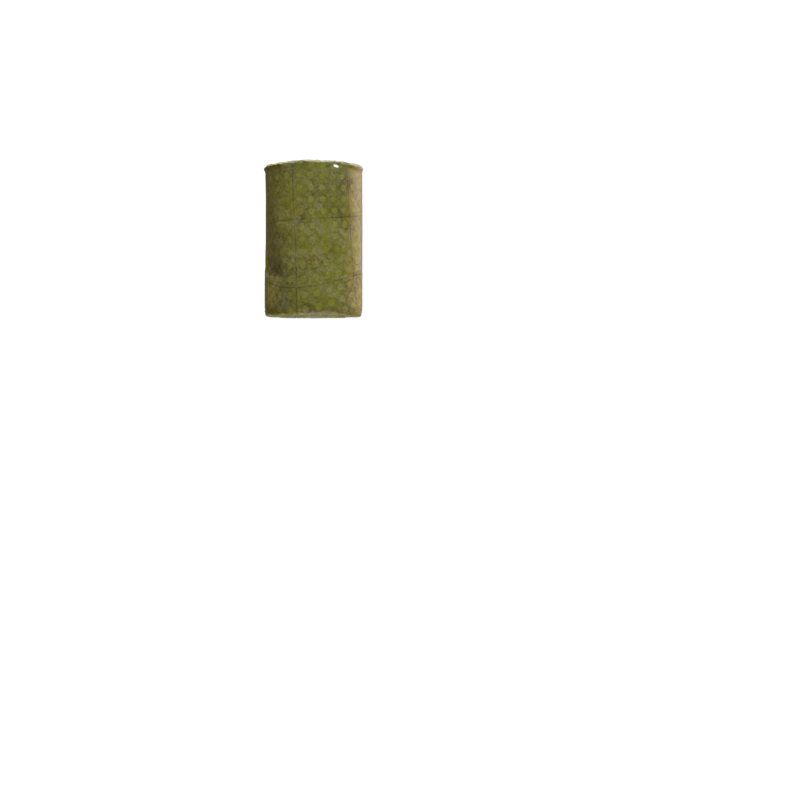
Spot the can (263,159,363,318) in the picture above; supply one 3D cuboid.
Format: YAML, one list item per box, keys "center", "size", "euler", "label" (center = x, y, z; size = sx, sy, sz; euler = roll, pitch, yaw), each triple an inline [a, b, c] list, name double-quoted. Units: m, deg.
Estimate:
- center: [-0.059, -0.108, 0.753]
  size: [0.068, 0.103, 0.068]
  euler: [0, -3, -2]
  label: "can"
